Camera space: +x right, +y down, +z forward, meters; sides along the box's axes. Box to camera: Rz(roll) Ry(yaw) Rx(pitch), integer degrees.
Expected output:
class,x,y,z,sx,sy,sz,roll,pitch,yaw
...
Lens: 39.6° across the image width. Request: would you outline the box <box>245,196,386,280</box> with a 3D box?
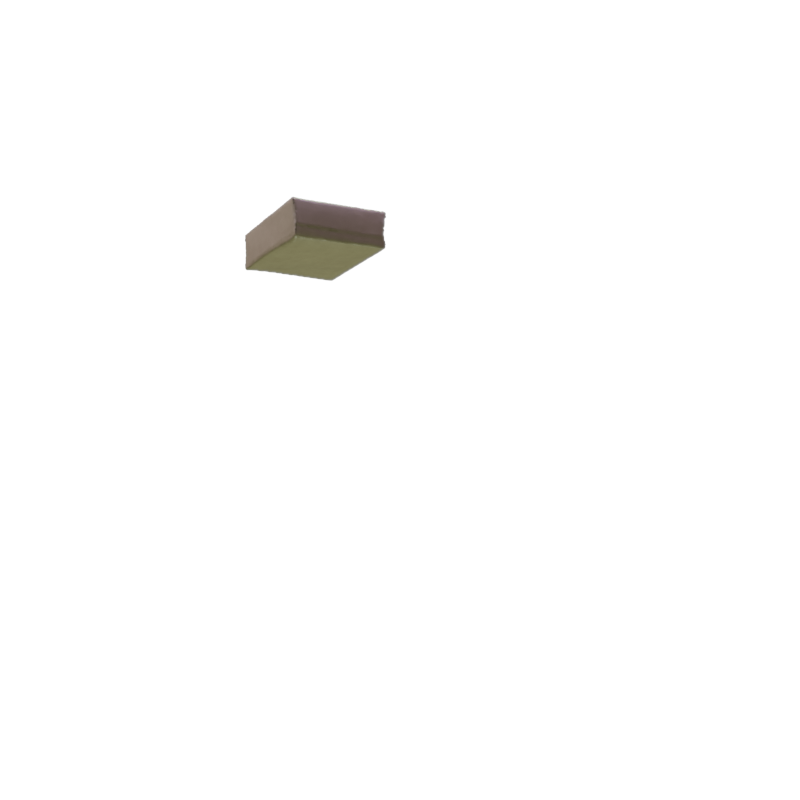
class,x,y,z,sx,sy,sz,roll,pitch,yaw
box,-0.077,-0.140,0.983,0.087,0.040,0.114,5,-11,-27
